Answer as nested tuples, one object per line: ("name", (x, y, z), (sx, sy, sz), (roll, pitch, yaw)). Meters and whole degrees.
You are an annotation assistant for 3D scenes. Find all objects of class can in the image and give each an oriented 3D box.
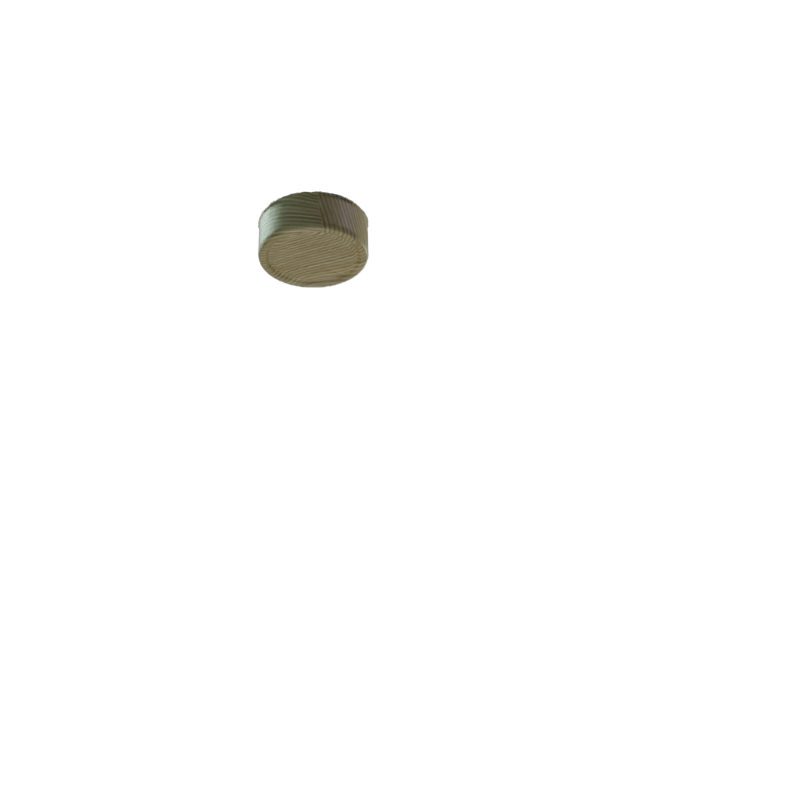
("can", (-0.067, -0.122, 0.853), (0.086, 0.036, 0.081), (1, -29, -2))
